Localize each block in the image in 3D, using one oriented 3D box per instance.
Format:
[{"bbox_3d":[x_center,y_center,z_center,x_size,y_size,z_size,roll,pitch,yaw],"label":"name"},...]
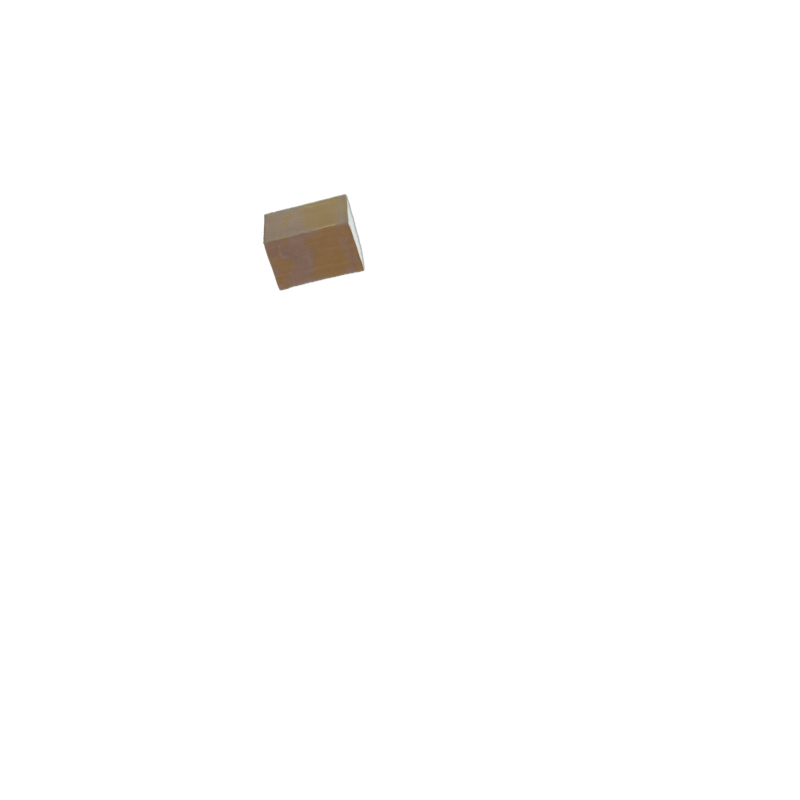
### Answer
[{"bbox_3d":[-0.075,-0.137,0.962,0.078,0.049,0.055,-12,35,7],"label":"block"}]
